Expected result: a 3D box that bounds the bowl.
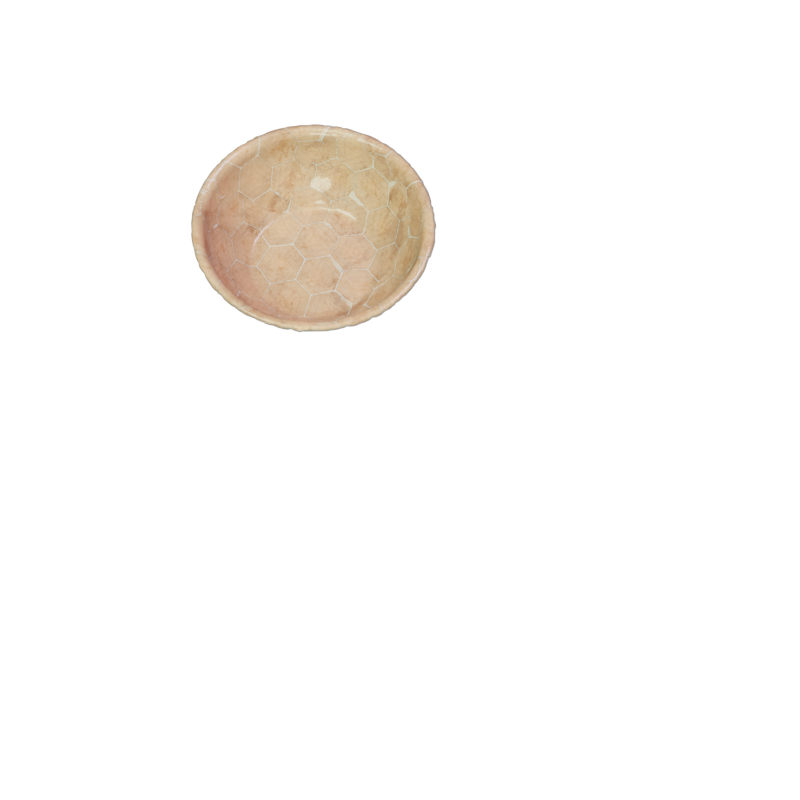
[{"bbox_3d":[-0.059,-0.107,0.752,0.162,0.172,0.052,-1,-29,-1],"label":"bowl"}]
